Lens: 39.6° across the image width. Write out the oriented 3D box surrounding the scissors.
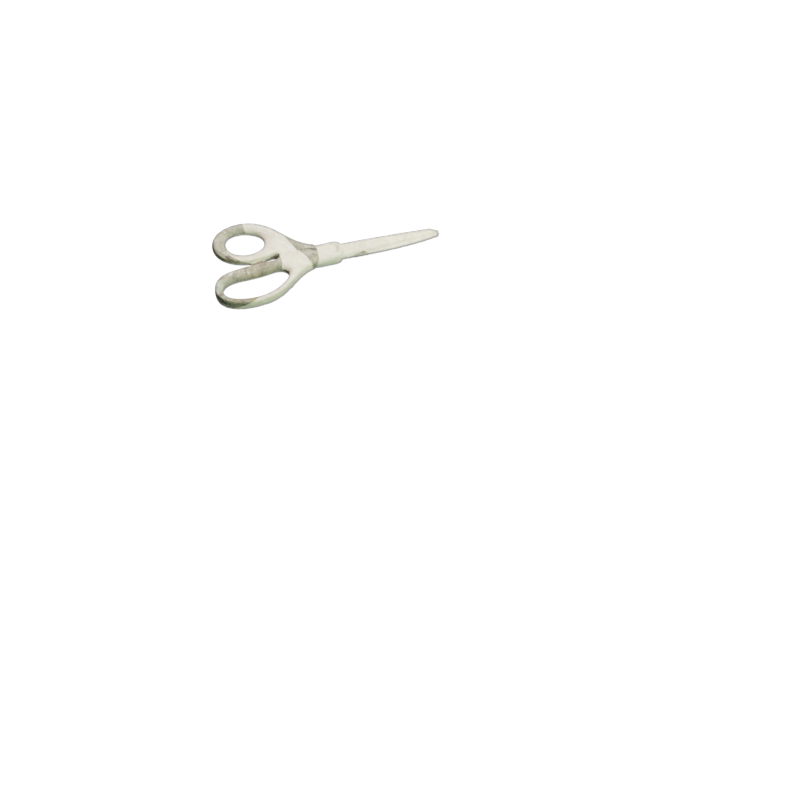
[{"bbox_3d":[-0.076,-0.138,0.969,0.201,0.103,0.015,-26,-33,-19],"label":"scissors"}]
